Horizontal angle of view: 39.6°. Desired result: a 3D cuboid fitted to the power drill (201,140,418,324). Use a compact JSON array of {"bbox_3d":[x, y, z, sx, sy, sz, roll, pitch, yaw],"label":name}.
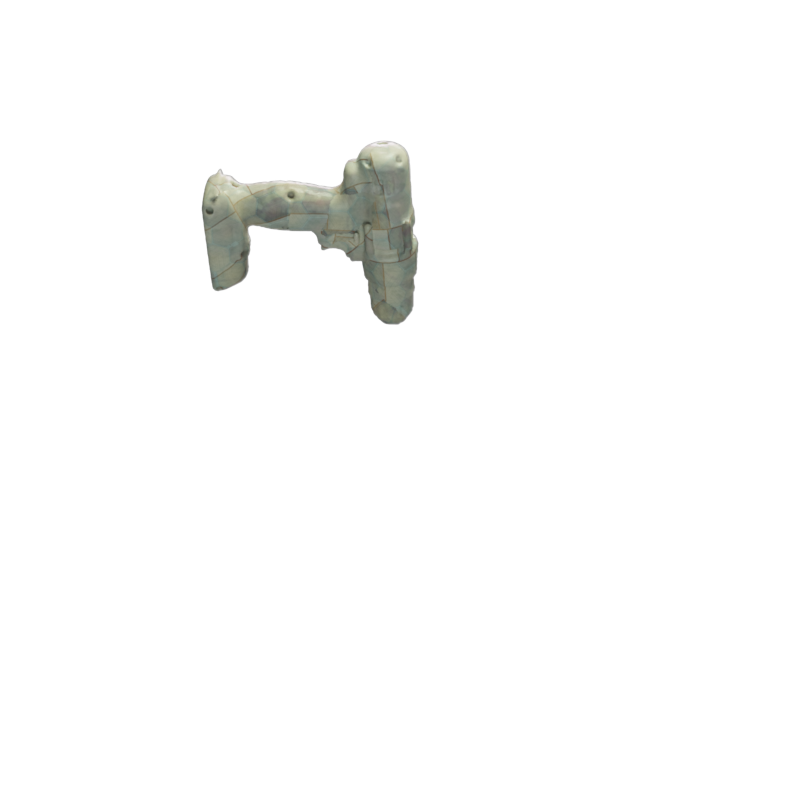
[{"bbox_3d":[-0.078,-0.142,0.996,0.188,0.172,0.061,-3,33,2],"label":"power drill"}]
